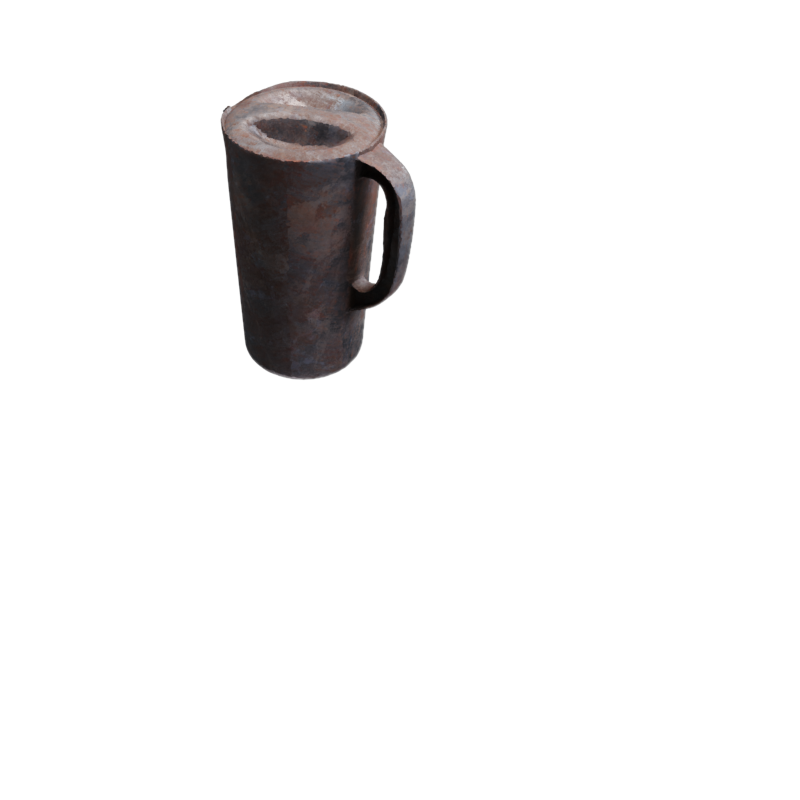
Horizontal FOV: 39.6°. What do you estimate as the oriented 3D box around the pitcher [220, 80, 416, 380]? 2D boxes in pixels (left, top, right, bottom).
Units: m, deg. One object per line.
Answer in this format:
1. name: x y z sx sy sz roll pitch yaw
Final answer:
1. pitcher: -0.074 -0.134 0.940 0.144 0.227 0.161 -4 39 -8
